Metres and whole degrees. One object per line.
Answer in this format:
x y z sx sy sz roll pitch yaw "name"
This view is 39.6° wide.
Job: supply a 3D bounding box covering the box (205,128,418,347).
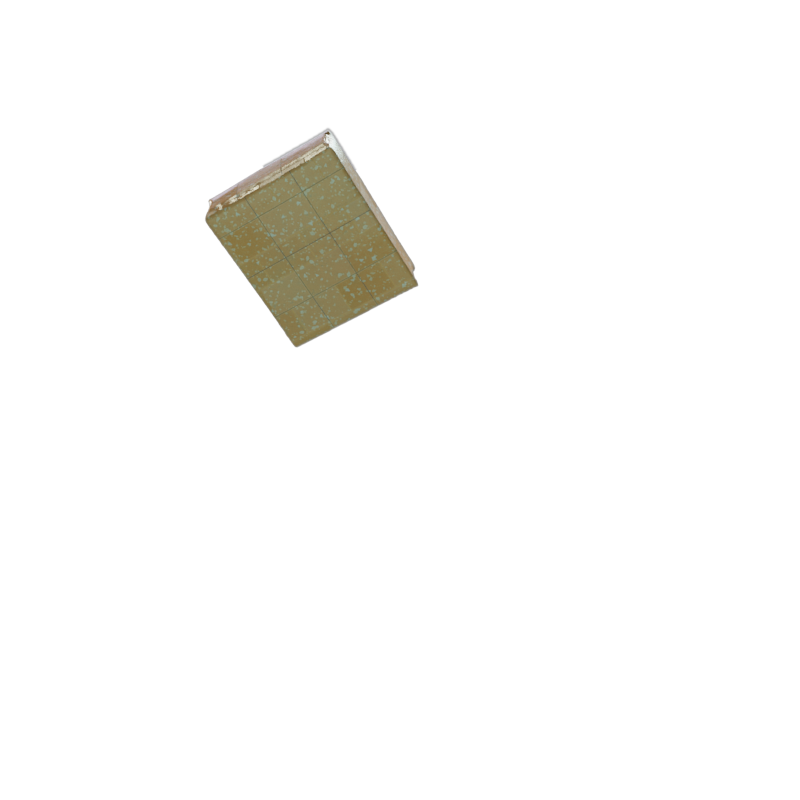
-0.044 -0.080 0.560 0.073 0.084 0.032 -28 24 13 "box"
